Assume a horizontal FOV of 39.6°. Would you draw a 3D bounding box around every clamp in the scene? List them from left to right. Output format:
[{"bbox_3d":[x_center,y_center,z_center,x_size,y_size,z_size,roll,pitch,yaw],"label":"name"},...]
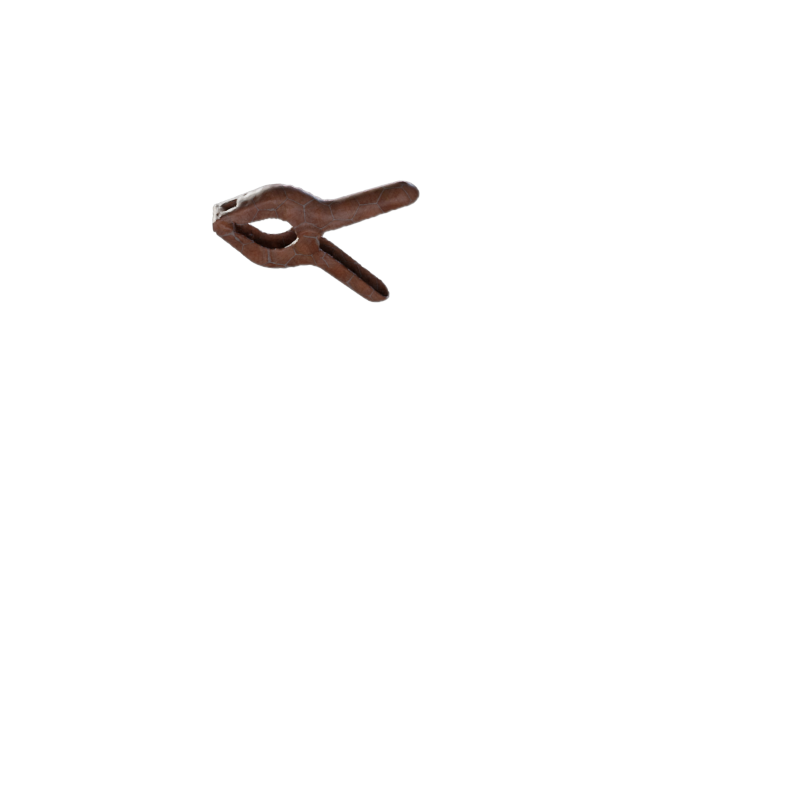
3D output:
[{"bbox_3d":[-0.074,-0.134,0.941,0.171,0.113,0.042,3,31,-2],"label":"clamp"}]
